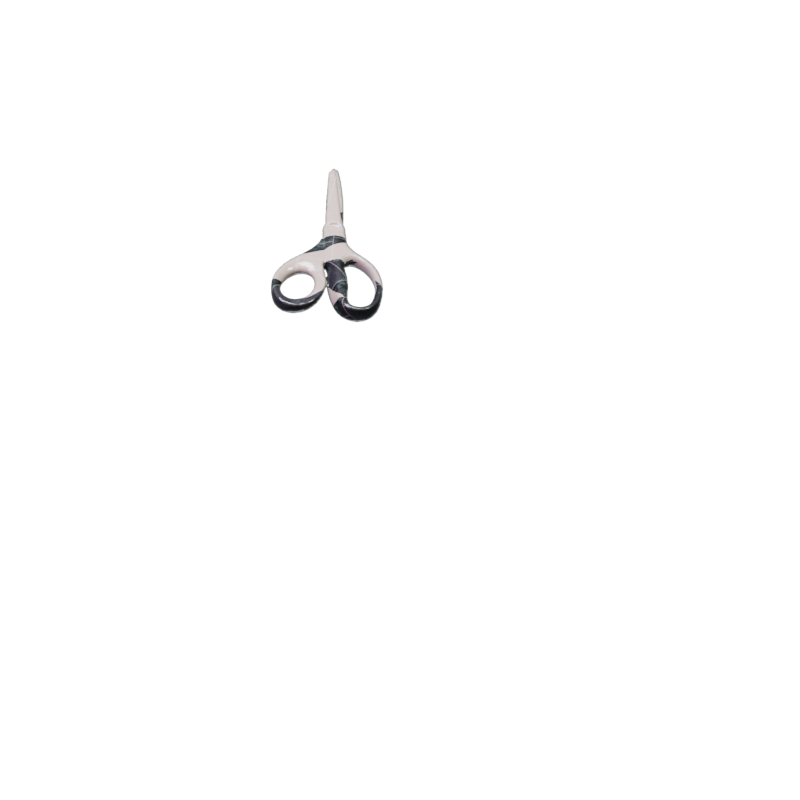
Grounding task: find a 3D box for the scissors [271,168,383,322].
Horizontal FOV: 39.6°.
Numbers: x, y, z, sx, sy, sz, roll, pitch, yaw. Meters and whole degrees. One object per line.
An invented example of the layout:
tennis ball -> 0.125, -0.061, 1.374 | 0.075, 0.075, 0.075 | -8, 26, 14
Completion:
scissors -> -0.072, -0.131, 0.920 | 0.095, 0.015, 0.218 | -11, 43, -12
